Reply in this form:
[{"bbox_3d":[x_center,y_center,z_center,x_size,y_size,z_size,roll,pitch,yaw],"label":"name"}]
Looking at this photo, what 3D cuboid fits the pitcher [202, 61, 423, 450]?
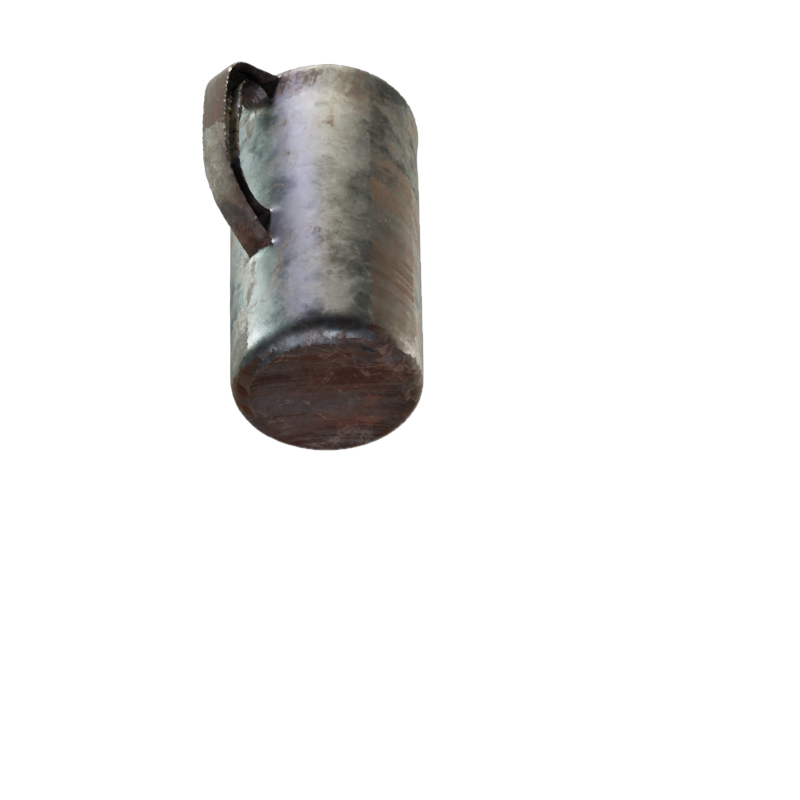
[{"bbox_3d":[-0.054,-0.099,0.693,0.148,0.261,0.136,3,-45,-6],"label":"pitcher"}]
